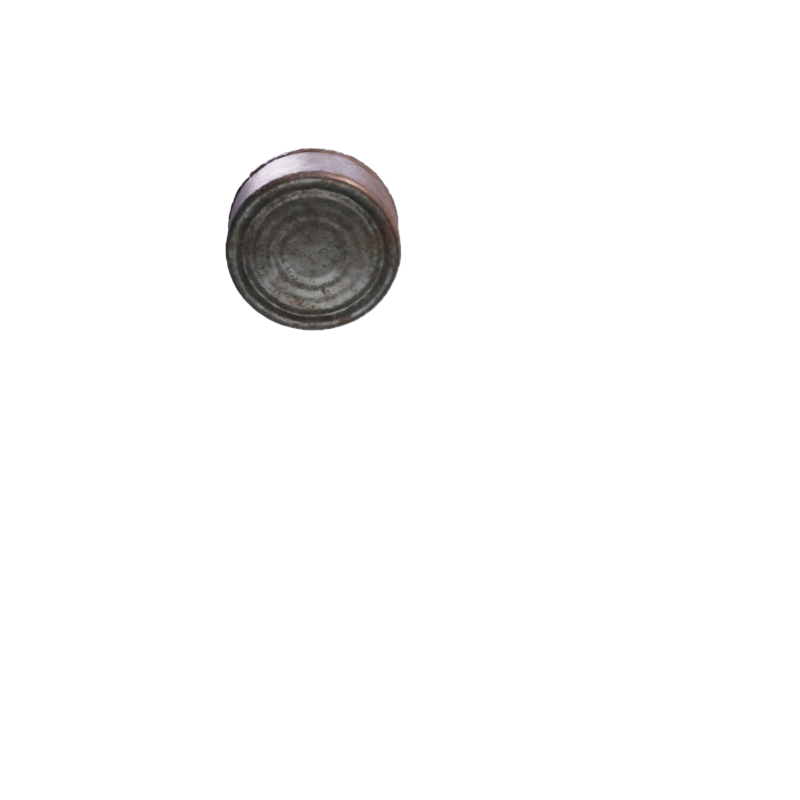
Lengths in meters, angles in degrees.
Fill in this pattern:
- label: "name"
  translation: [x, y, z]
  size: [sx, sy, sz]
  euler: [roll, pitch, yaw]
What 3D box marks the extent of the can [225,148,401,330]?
- label: "can"
  translation: [-0.042, -0.077, 0.543]
  size: [0.086, 0.081, 0.036]
  euler: [1, 28, -1]
